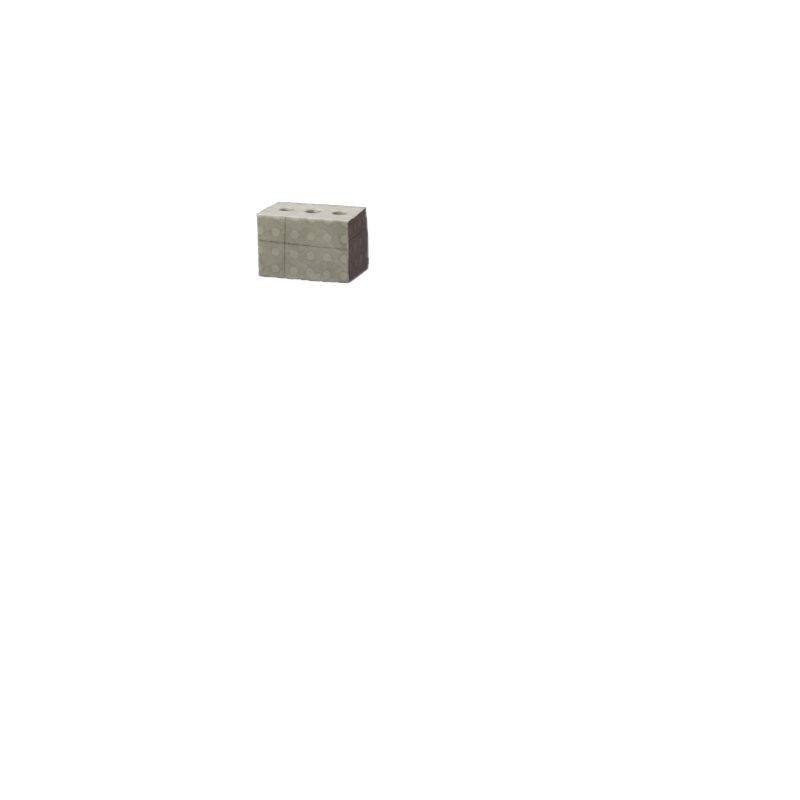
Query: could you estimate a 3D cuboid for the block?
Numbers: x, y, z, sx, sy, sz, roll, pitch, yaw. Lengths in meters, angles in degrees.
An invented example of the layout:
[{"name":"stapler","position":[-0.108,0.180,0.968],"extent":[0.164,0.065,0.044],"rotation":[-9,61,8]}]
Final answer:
[{"name":"block","position":[-0.068,-0.125,0.875],"extent":[0.080,0.049,0.053],"rotation":[6,18,15]}]
